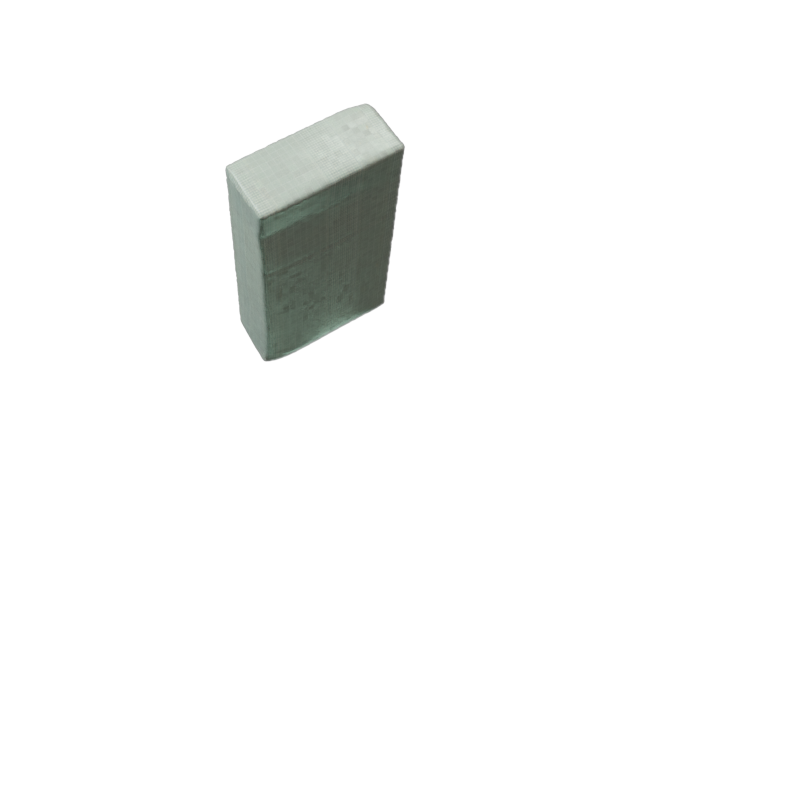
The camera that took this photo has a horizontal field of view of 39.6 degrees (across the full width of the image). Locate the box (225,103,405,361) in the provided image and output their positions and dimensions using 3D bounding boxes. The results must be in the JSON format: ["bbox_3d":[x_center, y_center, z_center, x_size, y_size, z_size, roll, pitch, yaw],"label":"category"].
[{"bbox_3d":[-0.052,-0.095,0.661,0.093,0.051,0.166,-29,-23,-18],"label":"box"}]
